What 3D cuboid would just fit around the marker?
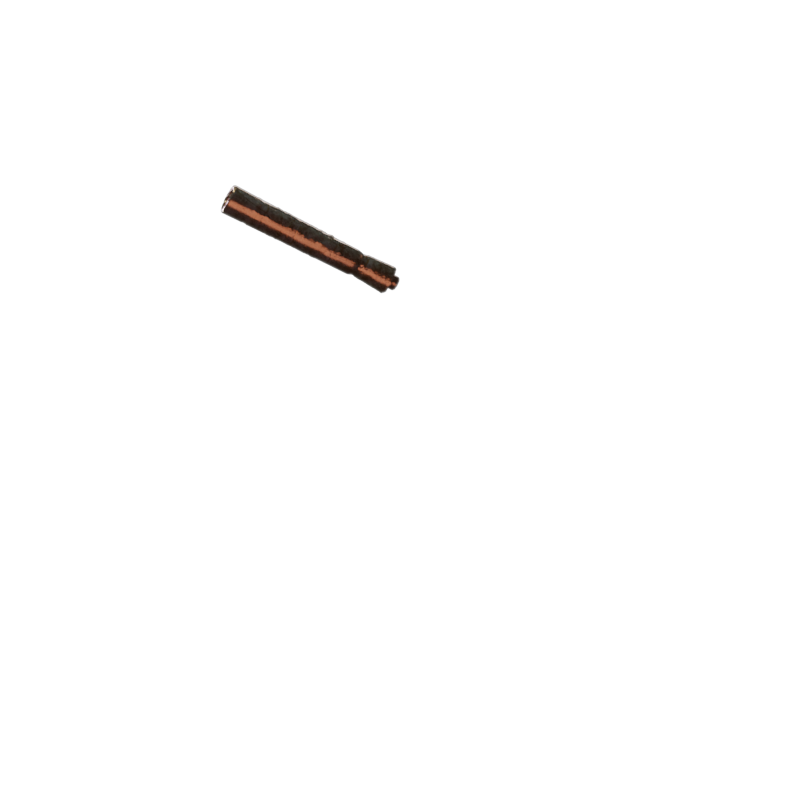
[{"bbox_3d":[-0.054,-0.099,0.690,0.117,0.020,0.020,26,-3,-13],"label":"marker"}]
